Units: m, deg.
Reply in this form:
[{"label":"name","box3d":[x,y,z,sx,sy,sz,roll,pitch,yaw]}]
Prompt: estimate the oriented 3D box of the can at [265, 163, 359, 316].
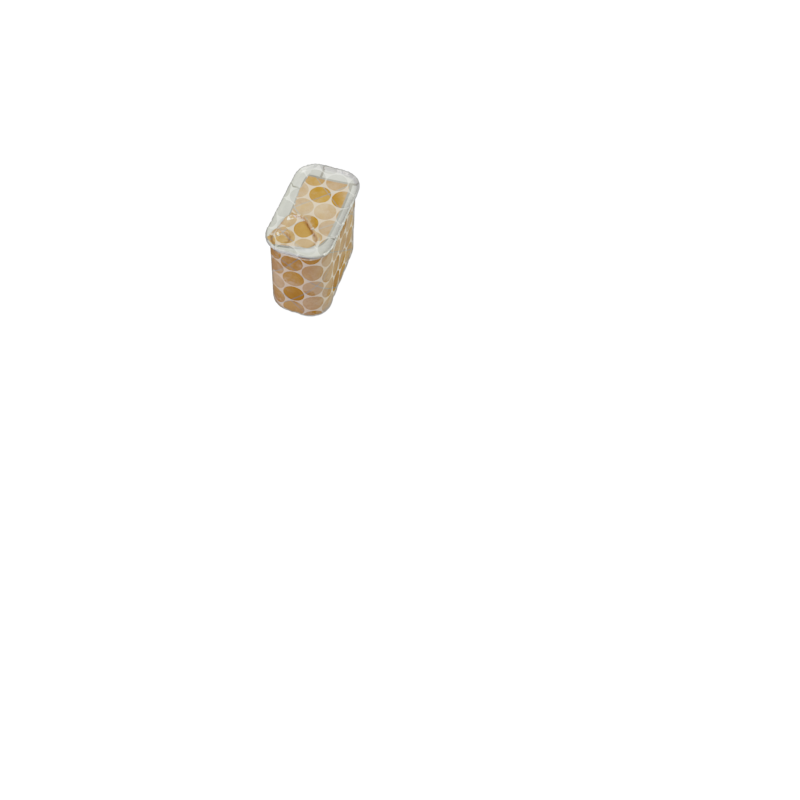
[{"label":"can","box3d":[-0.074,-0.134,0.940,0.059,0.107,0.078,15,-36,8]}]
